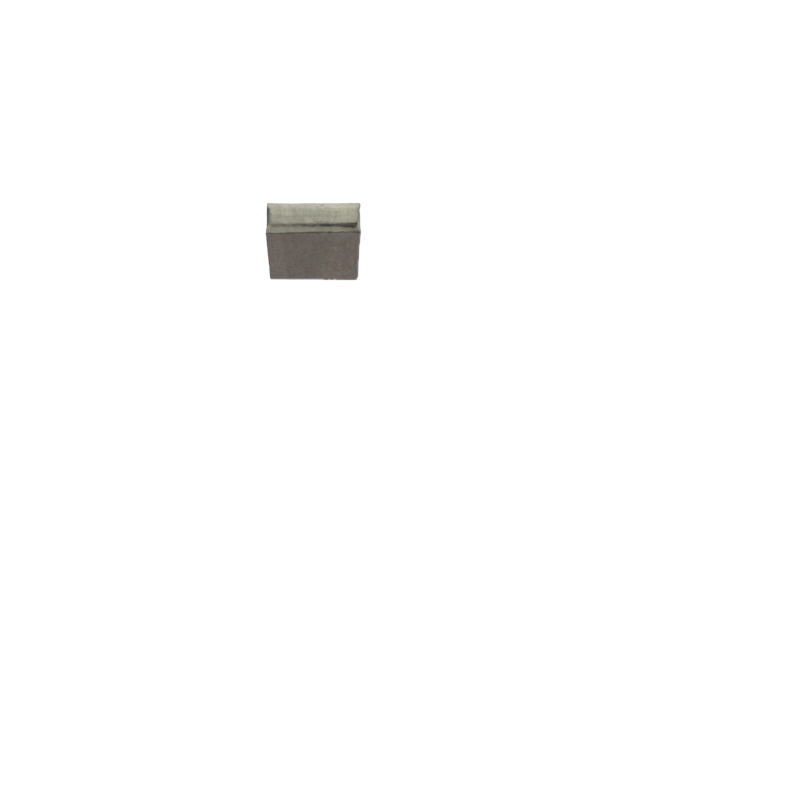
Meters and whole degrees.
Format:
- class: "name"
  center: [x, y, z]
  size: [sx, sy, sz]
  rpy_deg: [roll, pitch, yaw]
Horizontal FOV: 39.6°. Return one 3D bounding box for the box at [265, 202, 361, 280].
- class: "box"
  center: [-0.069, -0.126, 0.882]
  size: [0.073, 0.032, 0.085]
  rpy_deg: [0, -21, -2]
